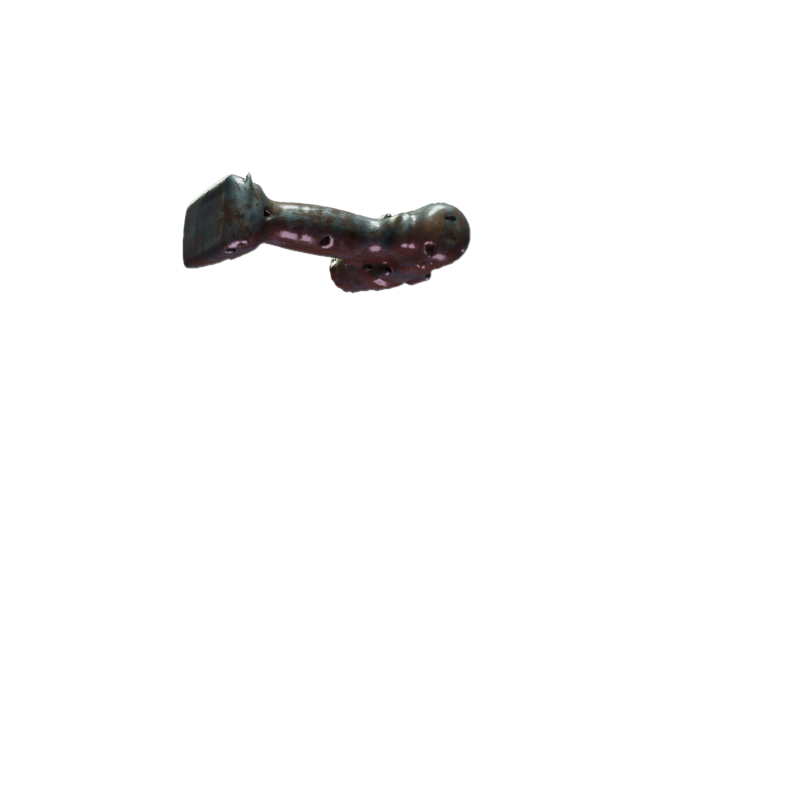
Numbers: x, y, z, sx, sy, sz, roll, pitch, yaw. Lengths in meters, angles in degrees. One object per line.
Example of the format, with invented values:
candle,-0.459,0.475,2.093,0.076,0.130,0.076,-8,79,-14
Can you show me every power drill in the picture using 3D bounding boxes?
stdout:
power drill,-0.066,-0.121,0.844,0.181,0.059,0.186,3,-8,-26
